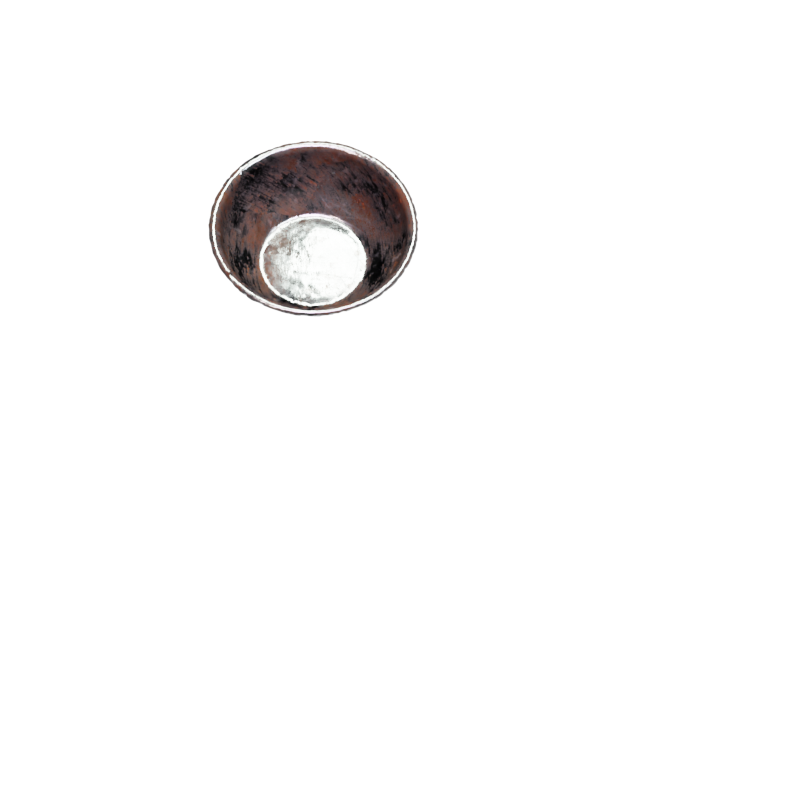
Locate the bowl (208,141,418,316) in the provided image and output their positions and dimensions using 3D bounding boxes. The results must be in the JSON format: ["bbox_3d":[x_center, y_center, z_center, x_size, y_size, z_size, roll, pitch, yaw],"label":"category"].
[{"bbox_3d":[-0.069,-0.125,0.877,0.162,0.173,0.052,-1,-31,-1],"label":"bowl"}]
